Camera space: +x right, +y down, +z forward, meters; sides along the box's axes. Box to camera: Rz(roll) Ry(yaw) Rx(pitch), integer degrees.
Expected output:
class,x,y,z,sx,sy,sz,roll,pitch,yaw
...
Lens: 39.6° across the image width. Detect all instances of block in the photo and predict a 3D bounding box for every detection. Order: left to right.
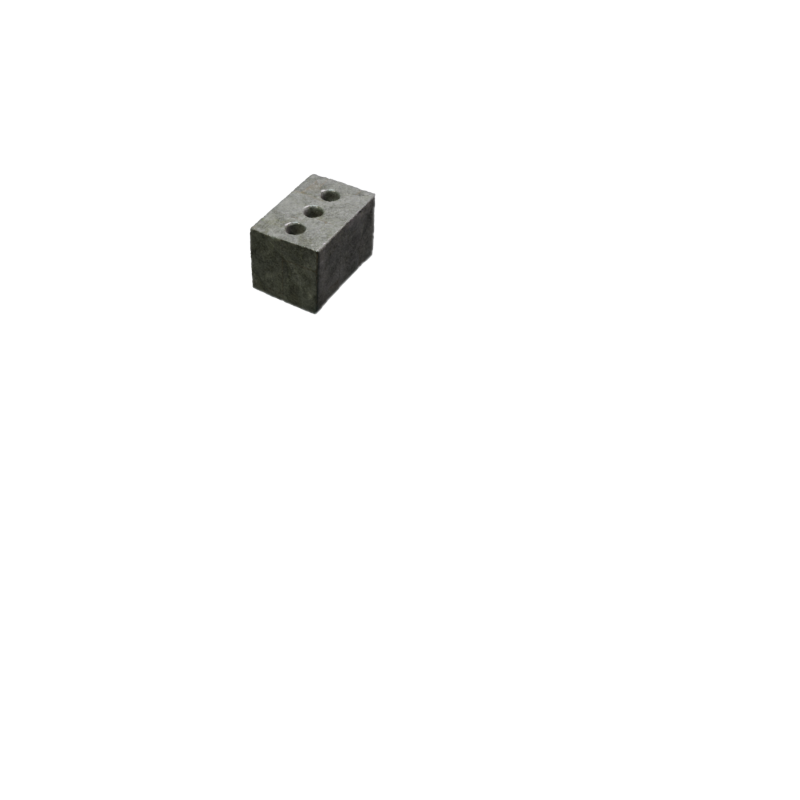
class,x,y,z,sx,sy,sz,roll,pitch,yaw
block,-0.058,-0.106,0.740,0.055,0.048,0.080,20,45,20
